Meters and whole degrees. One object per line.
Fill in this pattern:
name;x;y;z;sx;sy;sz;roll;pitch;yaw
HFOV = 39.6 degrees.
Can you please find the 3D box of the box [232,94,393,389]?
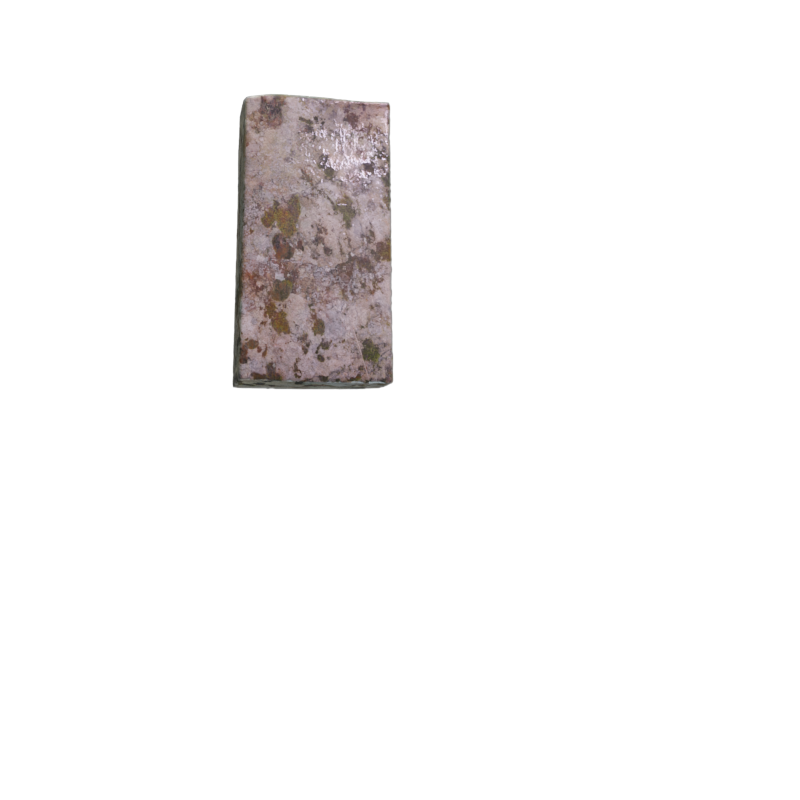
box;-0.053;-0.096;0.673;0.092;0.182;0.047;1;-12;-10
